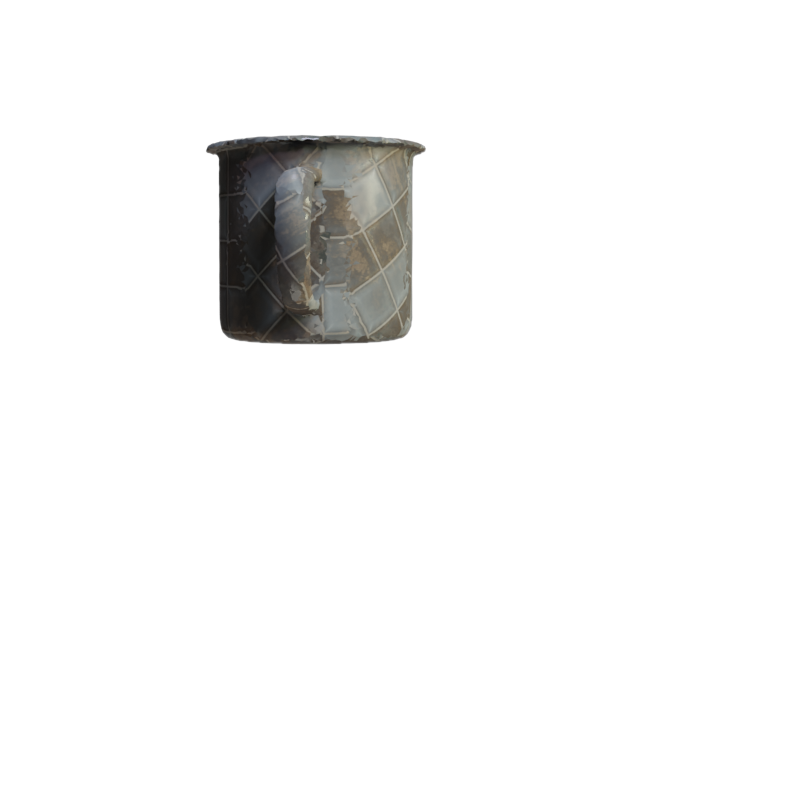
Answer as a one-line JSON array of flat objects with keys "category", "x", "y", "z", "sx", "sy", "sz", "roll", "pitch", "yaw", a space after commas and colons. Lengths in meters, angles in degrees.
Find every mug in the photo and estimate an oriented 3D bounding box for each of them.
[{"category": "mug", "x": -0.036, "y": -0.065, "z": 0.459, "sx": 0.094, "sy": 0.081, "sz": 0.117, "roll": 0, "pitch": 5, "yaw": 2}]
